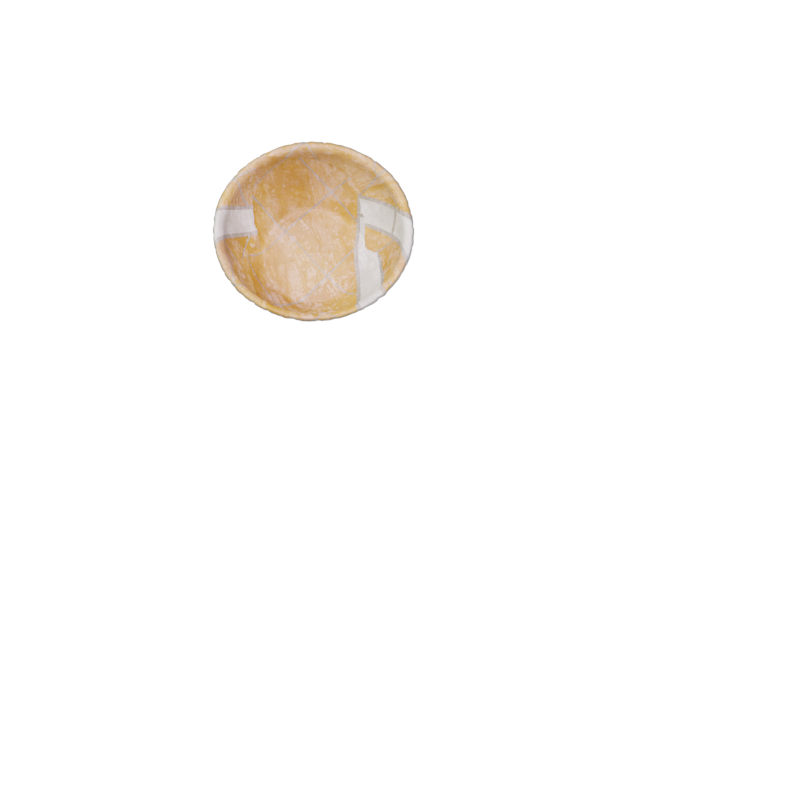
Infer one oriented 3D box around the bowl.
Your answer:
[{"bbox_3d":[-0.071,-0.130,0.911,0.162,0.171,0.052,-1,-25,-1],"label":"bowl"}]
